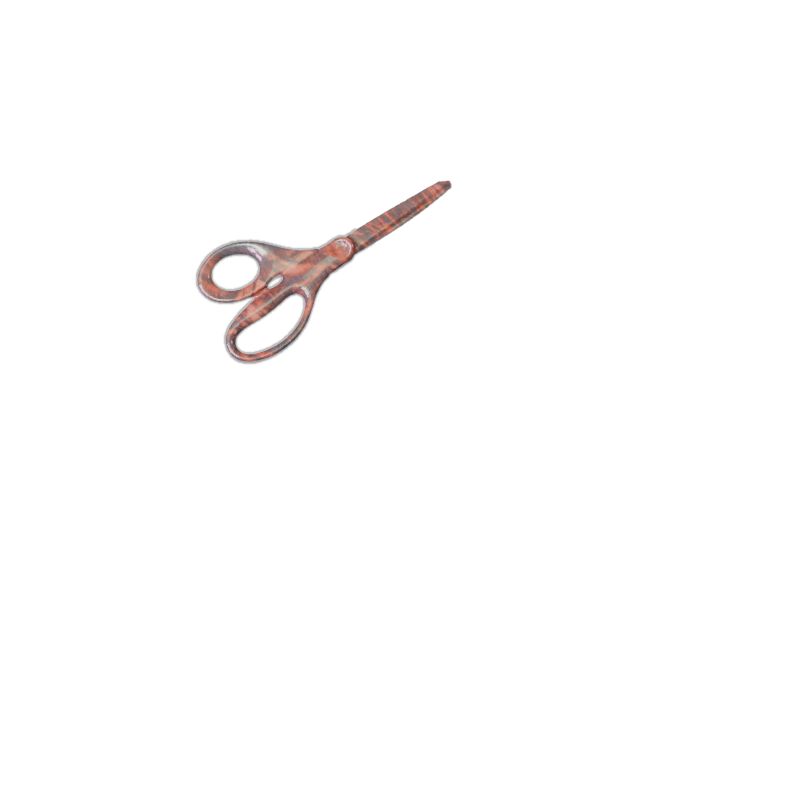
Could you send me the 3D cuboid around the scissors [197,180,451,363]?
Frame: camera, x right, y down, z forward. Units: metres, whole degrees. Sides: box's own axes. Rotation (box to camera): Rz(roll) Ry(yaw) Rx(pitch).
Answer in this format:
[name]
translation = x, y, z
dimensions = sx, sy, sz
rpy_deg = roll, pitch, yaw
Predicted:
[scissors]
translation = -0.062, -0.113, 0.794
dimensions = 0.099, 0.204, 0.015
rpy_deg = 38, -16, 12
